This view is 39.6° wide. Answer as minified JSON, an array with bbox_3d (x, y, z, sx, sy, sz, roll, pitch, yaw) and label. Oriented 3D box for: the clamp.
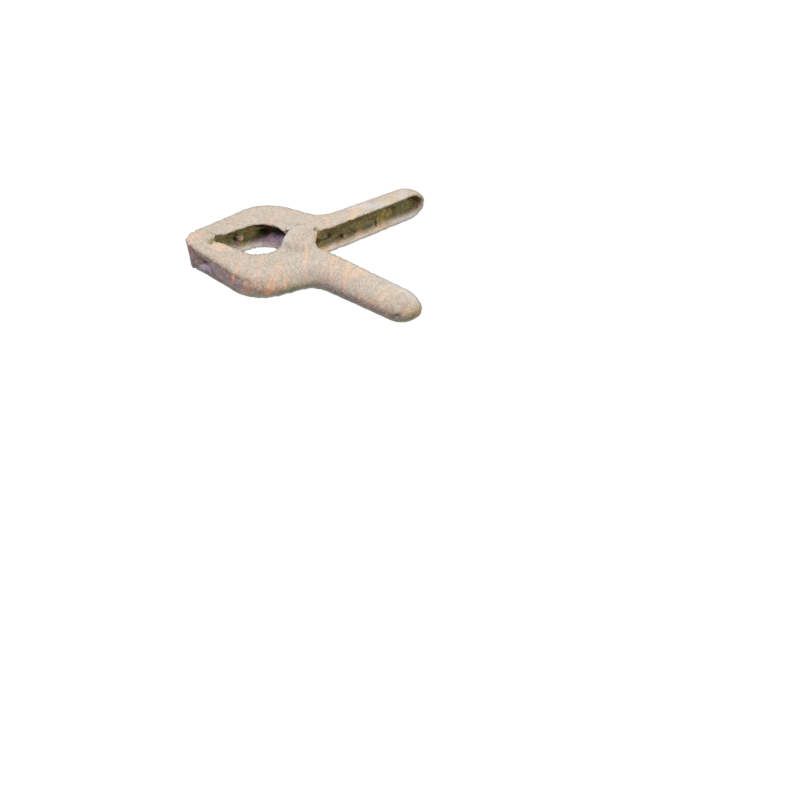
[{"bbox_3d":[-0.061,-0.112,0.782,0.174,0.036,0.127,9,44,9],"label":"clamp"}]
